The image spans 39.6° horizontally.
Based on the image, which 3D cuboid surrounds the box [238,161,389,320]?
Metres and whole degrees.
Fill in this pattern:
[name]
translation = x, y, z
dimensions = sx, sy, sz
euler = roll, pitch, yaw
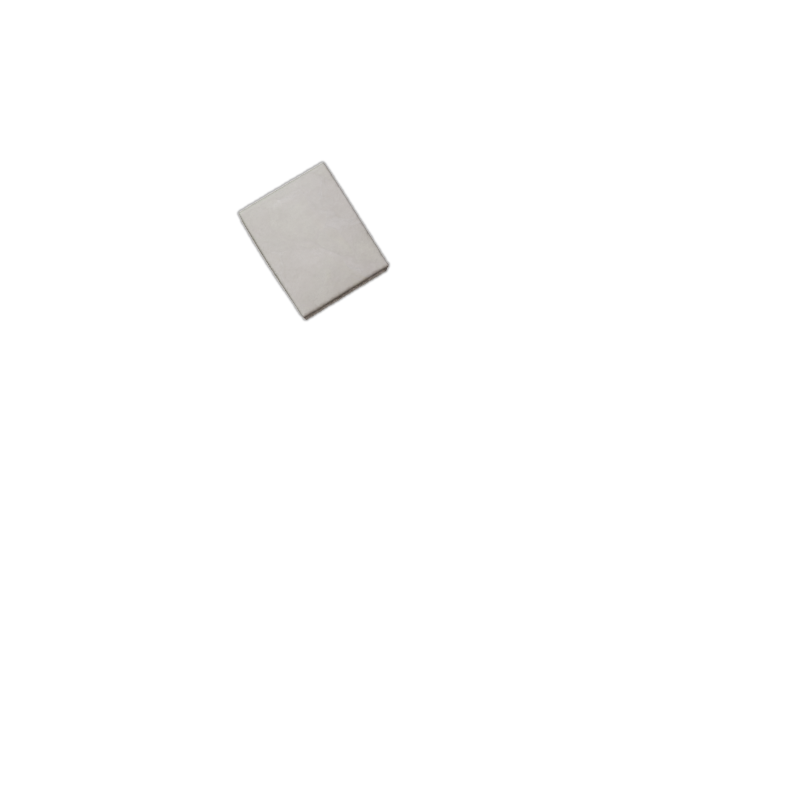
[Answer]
[box]
translation = -0.077, -0.140, 0.980
dimensions = 0.090, 0.116, 0.038
euler = -32, -7, -5
